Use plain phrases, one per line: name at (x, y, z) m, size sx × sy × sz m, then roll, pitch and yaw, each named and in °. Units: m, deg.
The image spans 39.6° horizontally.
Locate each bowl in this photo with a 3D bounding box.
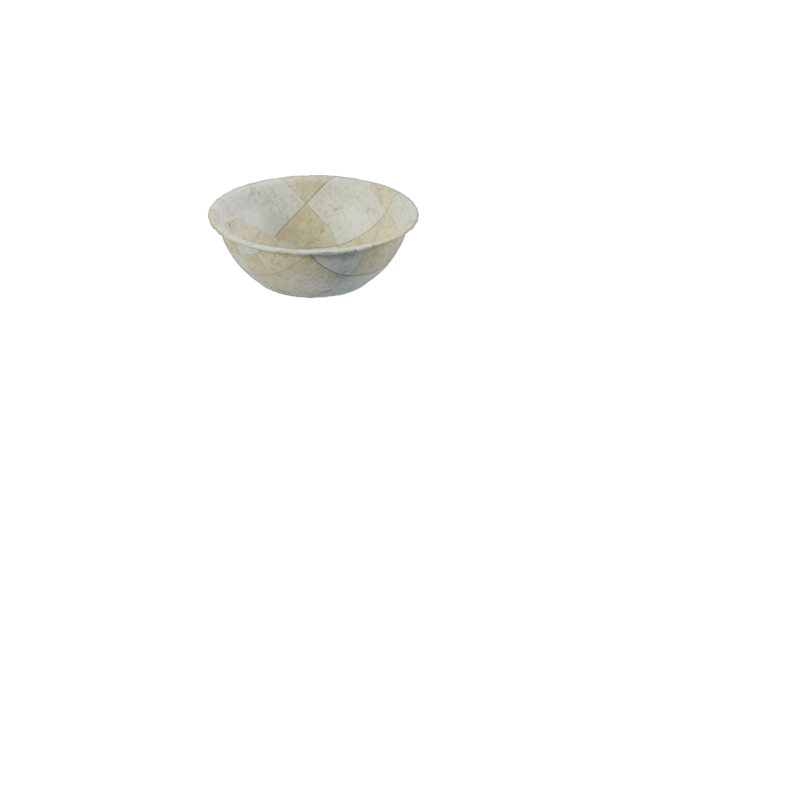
bowl at (-0.067, -0.123, 0.861) m, size 0.162 × 0.052 × 0.172 m, roll -1°, pitch 29°, yaw -2°
